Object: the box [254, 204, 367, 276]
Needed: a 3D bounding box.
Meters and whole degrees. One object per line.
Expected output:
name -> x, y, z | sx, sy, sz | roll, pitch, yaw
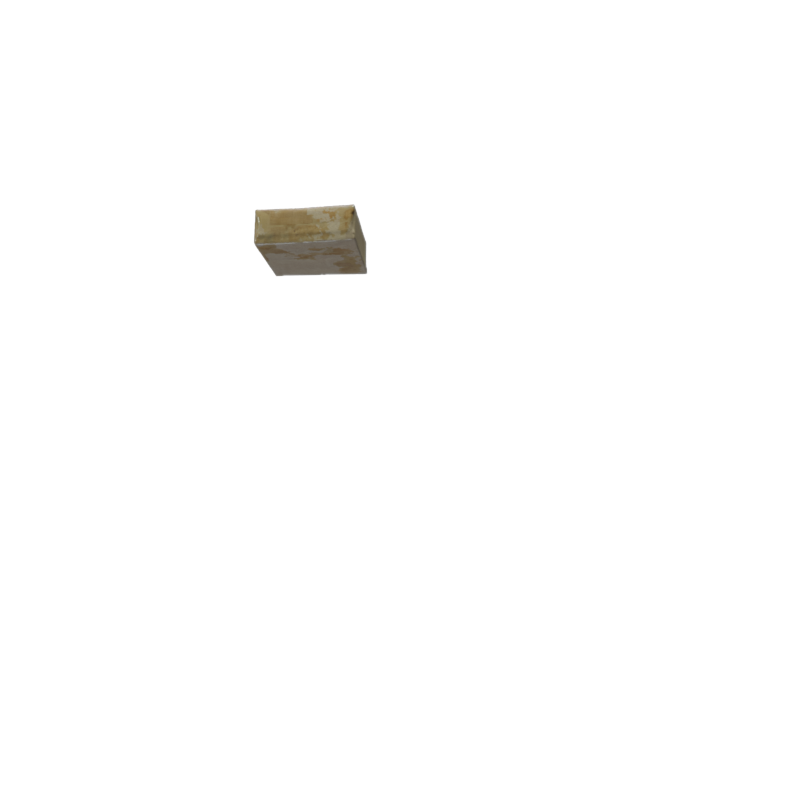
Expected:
box -> -0.065, -0.118, 0.828 | 0.074, 0.031, 0.086 | -1, -11, 6
